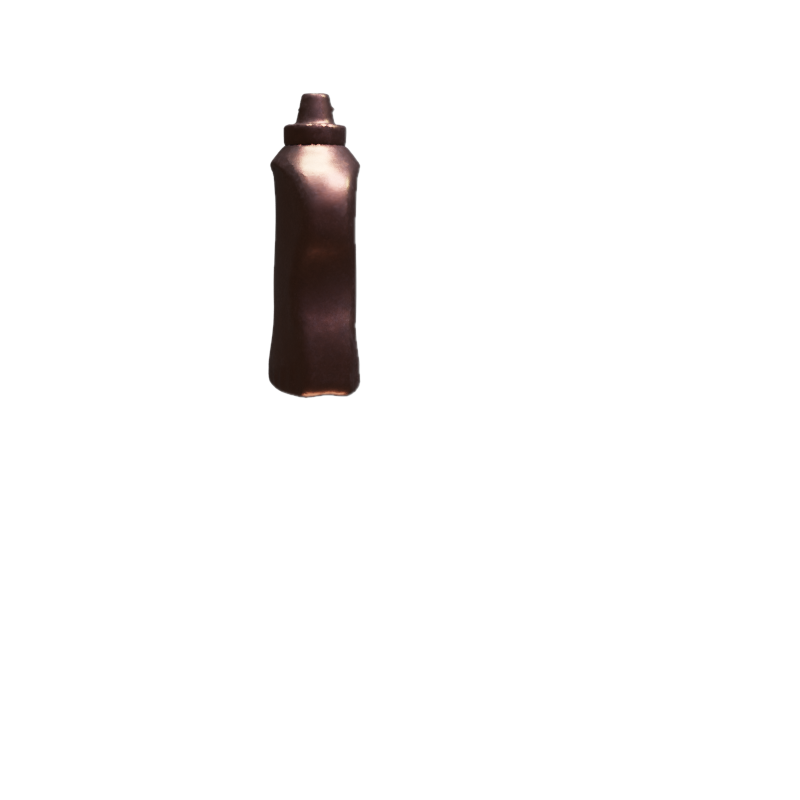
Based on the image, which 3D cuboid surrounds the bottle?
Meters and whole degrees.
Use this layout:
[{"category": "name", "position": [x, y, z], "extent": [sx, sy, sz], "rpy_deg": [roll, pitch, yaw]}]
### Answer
[{"category": "bottle", "position": [-0.056, -0.103, 0.723], "extent": [0.057, 0.190, 0.098], "rpy_deg": [0, 4, -12]}]
